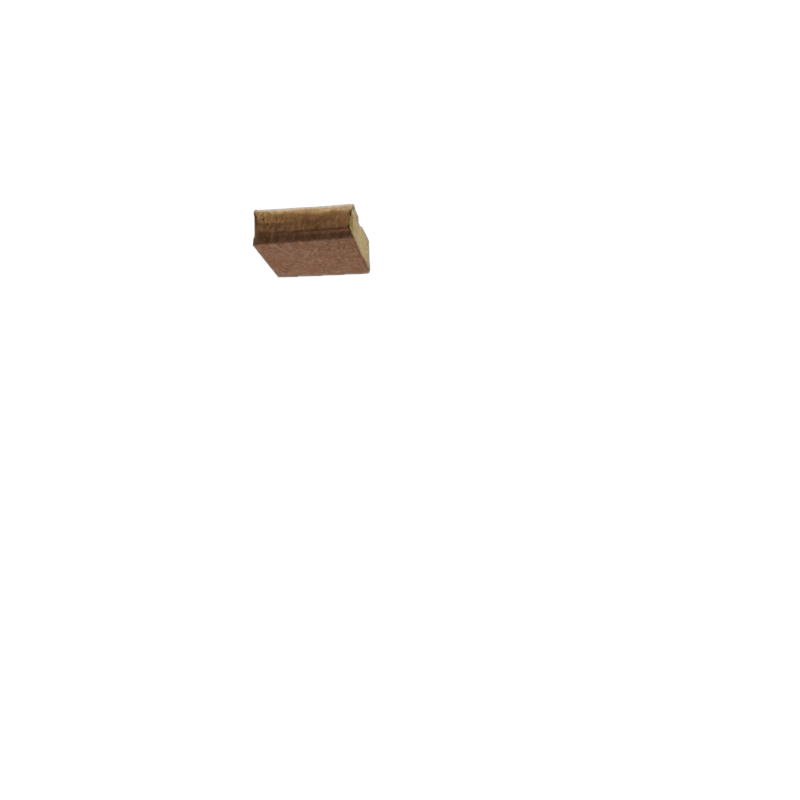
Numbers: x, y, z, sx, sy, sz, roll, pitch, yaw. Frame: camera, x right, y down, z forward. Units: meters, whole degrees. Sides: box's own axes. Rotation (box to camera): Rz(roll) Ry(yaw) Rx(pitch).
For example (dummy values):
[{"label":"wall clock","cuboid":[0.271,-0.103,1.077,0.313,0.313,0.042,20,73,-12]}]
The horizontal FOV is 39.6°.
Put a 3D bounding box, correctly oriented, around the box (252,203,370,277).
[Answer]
[{"label":"box","cuboid":[-0.064,-0.117,0.819,0.074,0.031,0.085,-2,-12,8]}]
